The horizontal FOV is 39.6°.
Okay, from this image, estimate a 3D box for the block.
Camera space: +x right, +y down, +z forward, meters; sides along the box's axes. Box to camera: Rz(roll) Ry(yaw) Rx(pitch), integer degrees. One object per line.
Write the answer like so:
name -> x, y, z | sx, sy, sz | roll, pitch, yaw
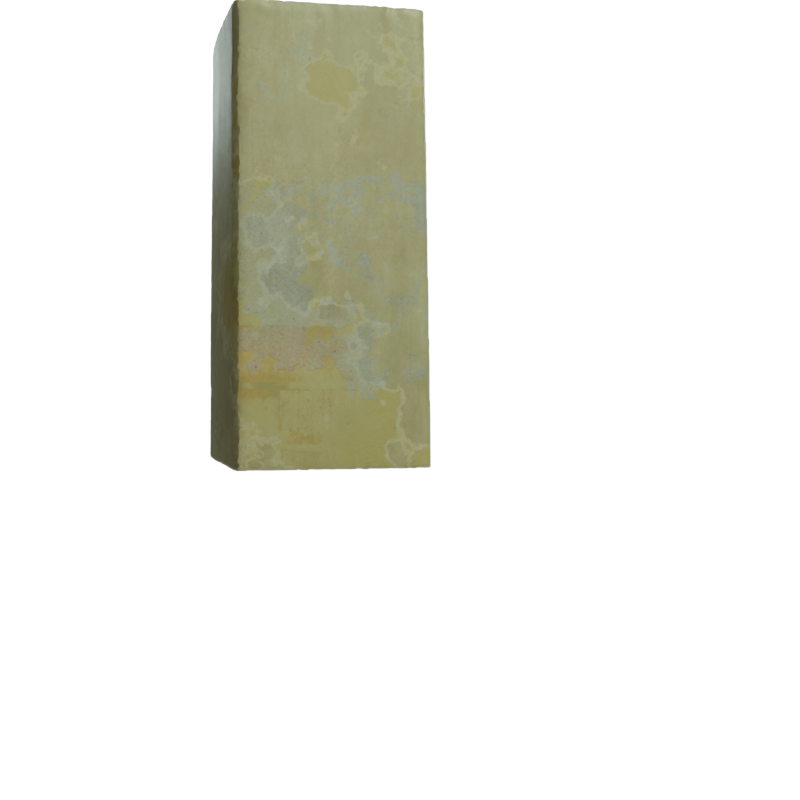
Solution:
block -> -0.041, -0.075, 0.527 | 0.089, 0.209, 0.090 | 1, -6, -14
